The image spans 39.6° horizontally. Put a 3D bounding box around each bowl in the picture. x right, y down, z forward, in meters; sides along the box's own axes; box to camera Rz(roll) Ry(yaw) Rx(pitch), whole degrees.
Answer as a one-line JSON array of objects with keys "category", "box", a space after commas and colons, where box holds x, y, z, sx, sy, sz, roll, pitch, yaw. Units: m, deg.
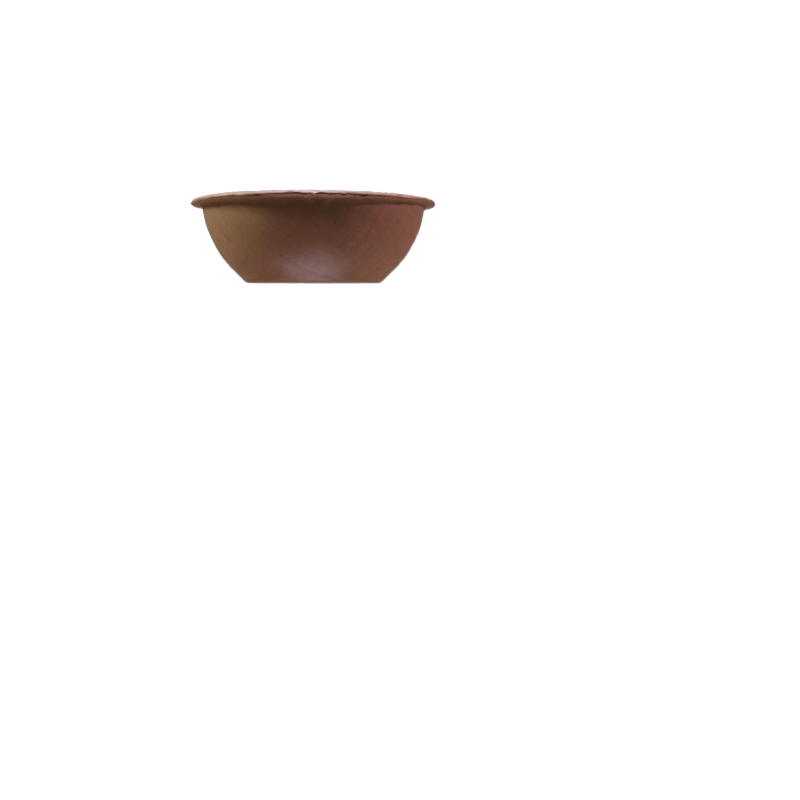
[{"category": "bowl", "box": [-0.058, -0.105, 0.736, 0.162, 0.055, 0.163, 0, 5, -2]}]
